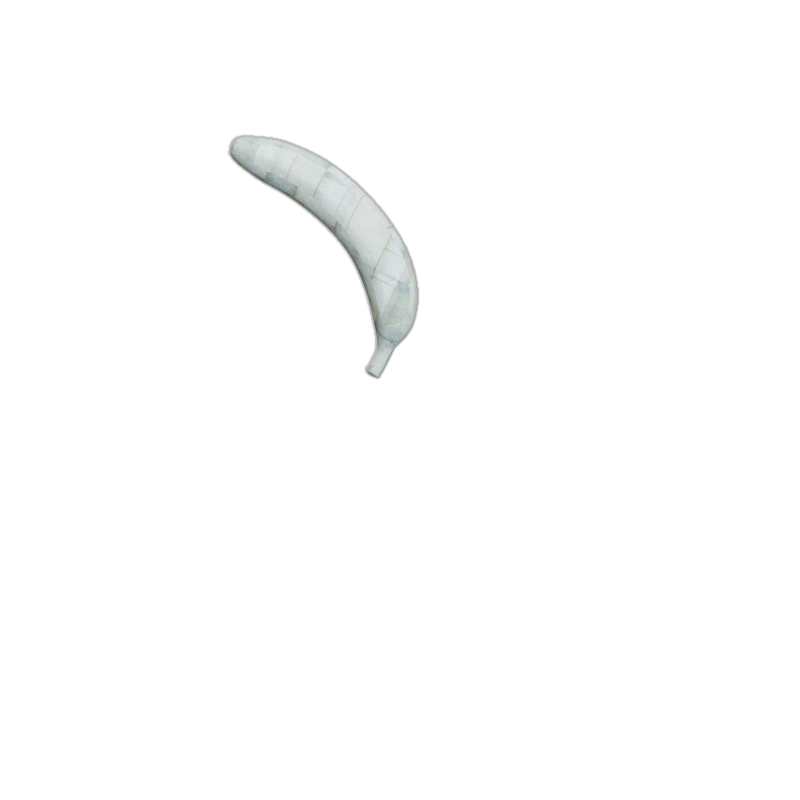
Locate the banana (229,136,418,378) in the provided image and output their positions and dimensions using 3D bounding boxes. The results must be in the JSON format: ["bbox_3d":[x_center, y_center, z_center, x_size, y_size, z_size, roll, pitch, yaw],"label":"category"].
[{"bbox_3d":[-0.043,-0.116,0.770,0.069,0.205,0.035,-31,-13,-8],"label":"banana"}]
